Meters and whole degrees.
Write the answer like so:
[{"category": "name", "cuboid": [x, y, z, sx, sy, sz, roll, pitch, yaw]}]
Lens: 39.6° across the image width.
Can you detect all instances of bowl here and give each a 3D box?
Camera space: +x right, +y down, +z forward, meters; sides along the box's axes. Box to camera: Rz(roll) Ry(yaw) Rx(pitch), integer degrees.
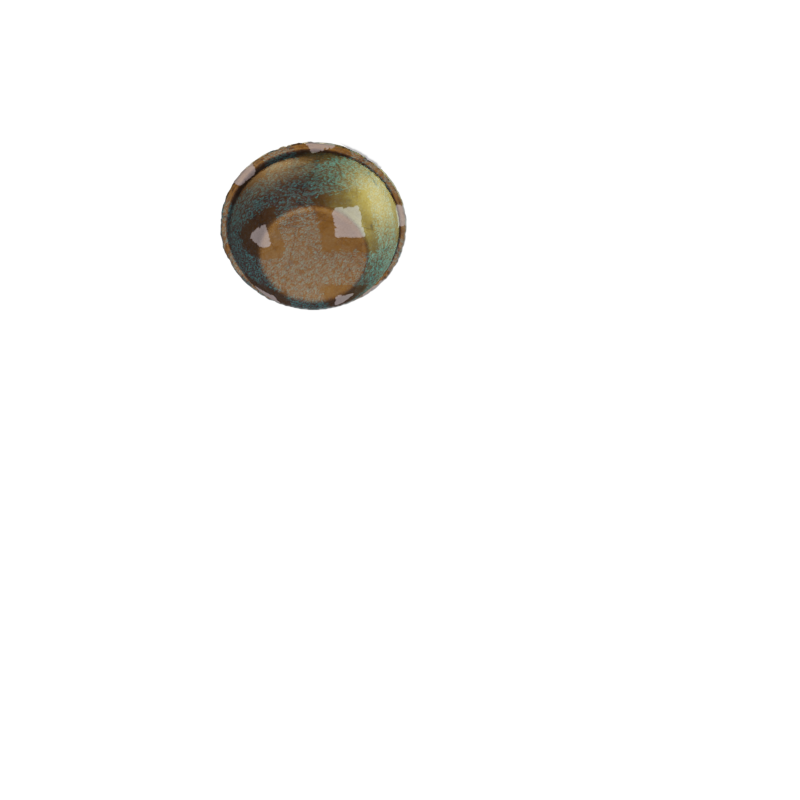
[{"category": "bowl", "cuboid": [-0.073, -0.134, 0.937, 0.162, 0.153, 0.058, 1, 29, -1]}]
